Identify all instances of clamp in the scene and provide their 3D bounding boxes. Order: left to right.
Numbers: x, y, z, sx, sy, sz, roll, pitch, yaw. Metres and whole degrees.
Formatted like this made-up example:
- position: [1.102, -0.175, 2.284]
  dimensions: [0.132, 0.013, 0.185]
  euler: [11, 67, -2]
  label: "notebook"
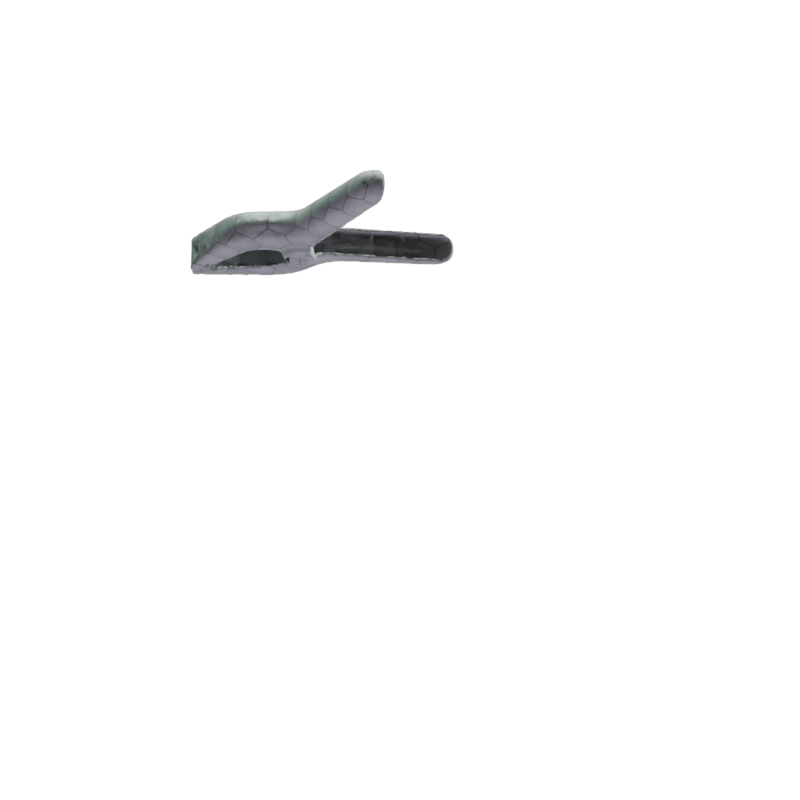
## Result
- position: [-0.070, -0.127, 0.889]
  dimensions: [0.214, 0.038, 0.154]
  euler: [-8, -16, 29]
  label: "clamp"
